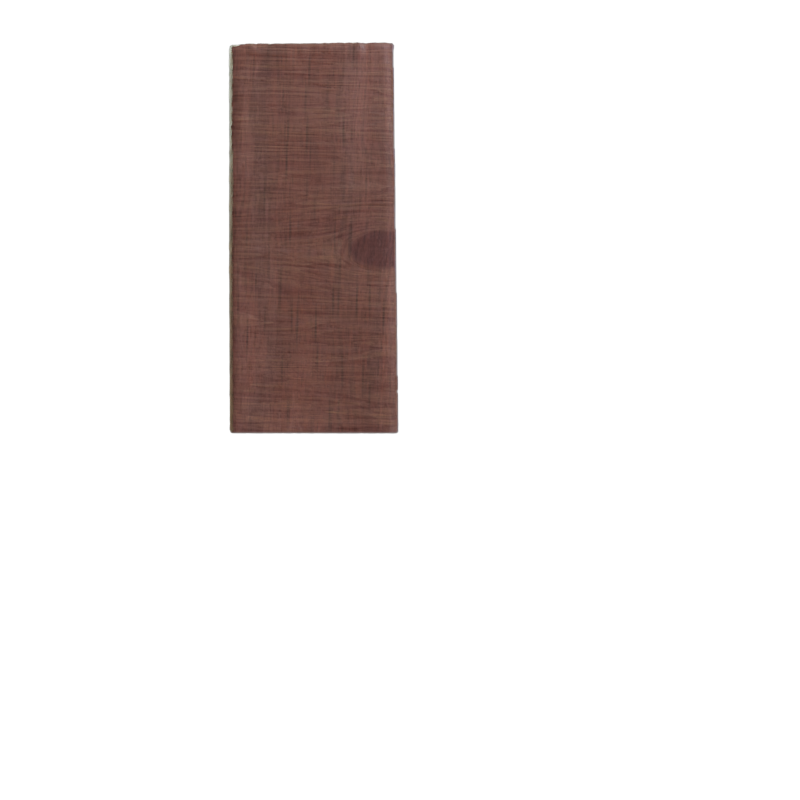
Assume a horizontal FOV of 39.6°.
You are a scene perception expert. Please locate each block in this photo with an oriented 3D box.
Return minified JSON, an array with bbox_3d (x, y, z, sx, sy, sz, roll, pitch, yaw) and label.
[{"bbox_3d":[-0.049,-0.089,0.624,0.091,0.208,0.089,0,-3,-2],"label":"block"}]
